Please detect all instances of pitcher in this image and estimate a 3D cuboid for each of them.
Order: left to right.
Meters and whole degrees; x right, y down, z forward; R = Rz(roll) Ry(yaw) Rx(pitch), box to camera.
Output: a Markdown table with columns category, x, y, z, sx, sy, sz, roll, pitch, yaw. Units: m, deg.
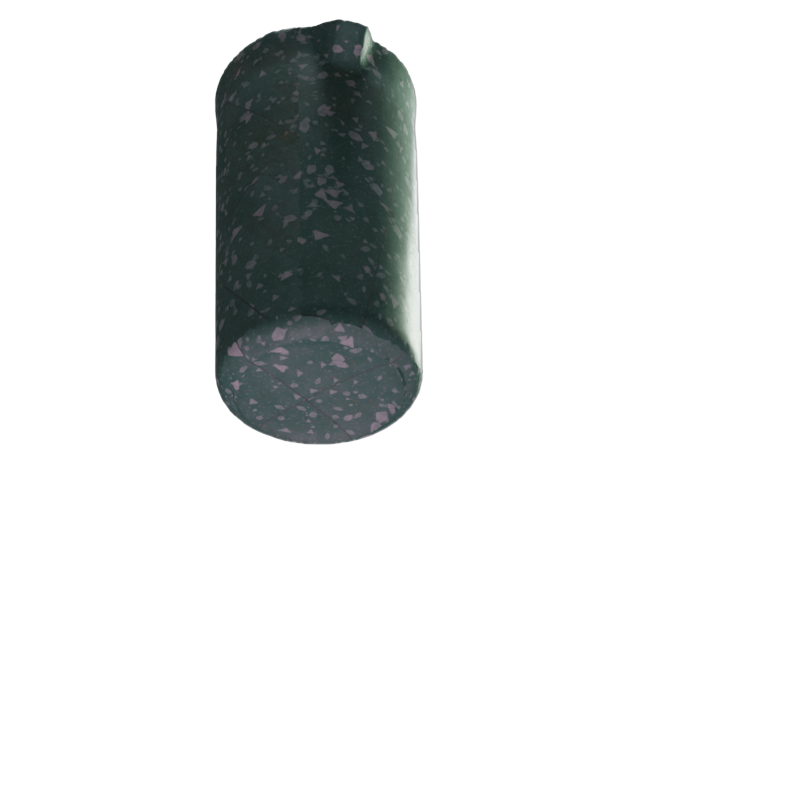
| category | x | y | z | sx | sy | sz | roll | pitch | yaw |
| --- | --- | --- | --- | --- | --- | --- | --- | --- | --- |
| pitcher | -0.052 | -0.094 | 0.659 | 0.146 | 0.261 | 0.138 | -19 | -44 | 18 |
